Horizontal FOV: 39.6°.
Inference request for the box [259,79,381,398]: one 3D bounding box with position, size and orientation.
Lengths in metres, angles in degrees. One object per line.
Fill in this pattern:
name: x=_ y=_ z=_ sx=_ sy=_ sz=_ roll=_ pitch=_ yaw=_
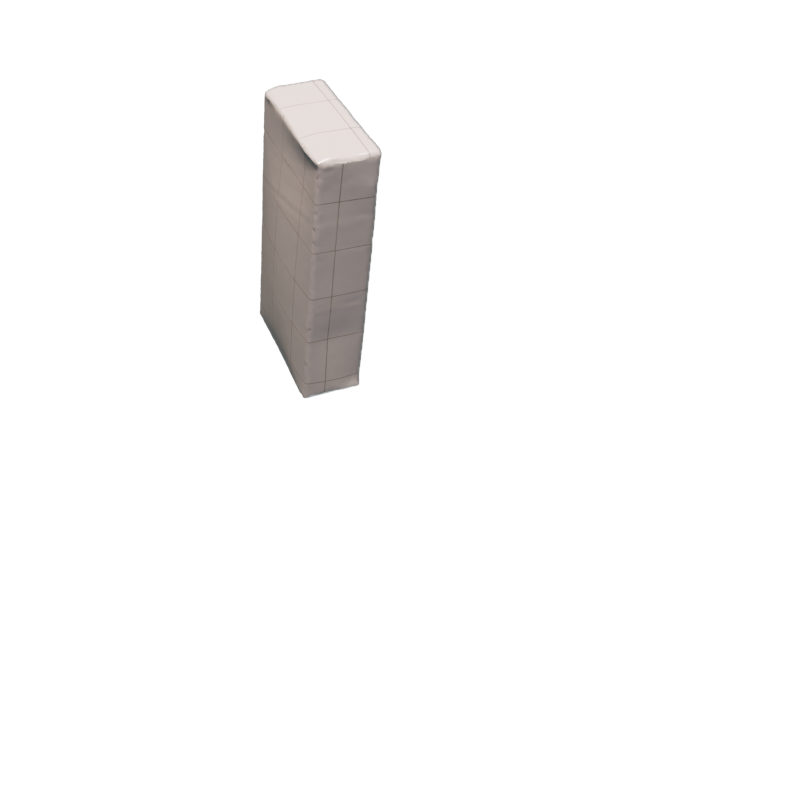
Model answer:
box: x=-0.054 y=-0.098 z=0.683 sx=0.047 sy=0.165 sz=0.101 roll=-13 pitch=42 yaw=-19
